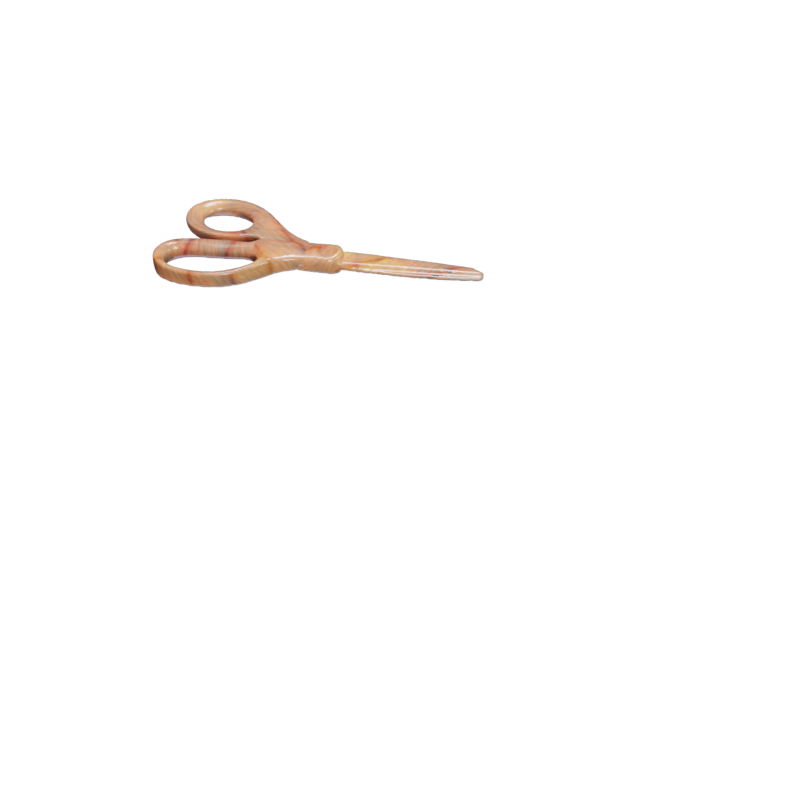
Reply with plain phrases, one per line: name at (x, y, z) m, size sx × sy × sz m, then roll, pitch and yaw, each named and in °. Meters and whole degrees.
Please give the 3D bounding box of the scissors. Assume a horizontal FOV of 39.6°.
scissors at (-0.055, -0.101, 0.707) m, size 0.201 × 0.015 × 0.103 m, roll -3°, pitch 39°, yaw -4°
